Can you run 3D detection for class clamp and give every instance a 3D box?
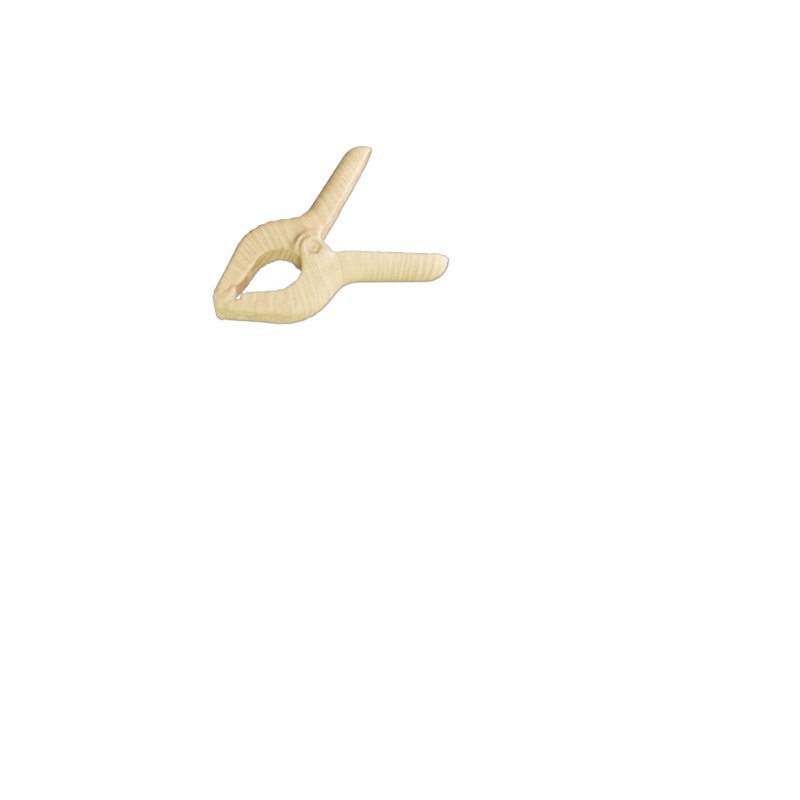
[{"bbox_3d":[-0.064,-0.116,0.813,0.170,0.128,0.037,-20,-27,-11],"label":"clamp"}]
